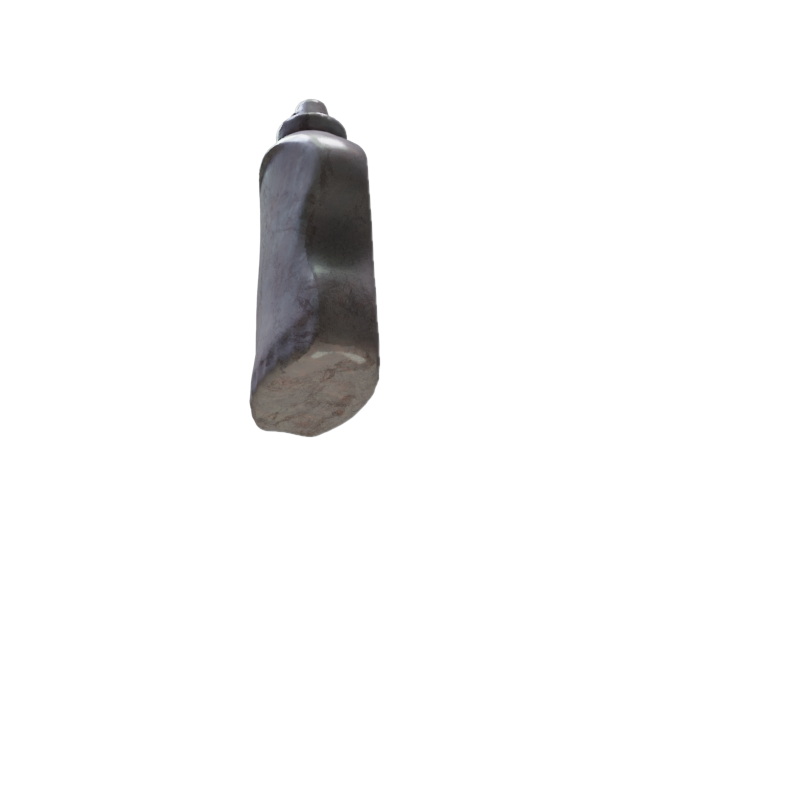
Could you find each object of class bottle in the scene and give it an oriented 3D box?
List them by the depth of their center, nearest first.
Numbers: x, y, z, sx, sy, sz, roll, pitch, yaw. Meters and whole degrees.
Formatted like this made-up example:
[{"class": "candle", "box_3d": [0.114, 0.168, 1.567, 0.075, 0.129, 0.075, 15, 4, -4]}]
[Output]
[{"class": "bottle", "box_3d": [-0.047, -0.085, 0.598, 0.057, 0.205, 0.092, 9, -34, -18]}]
